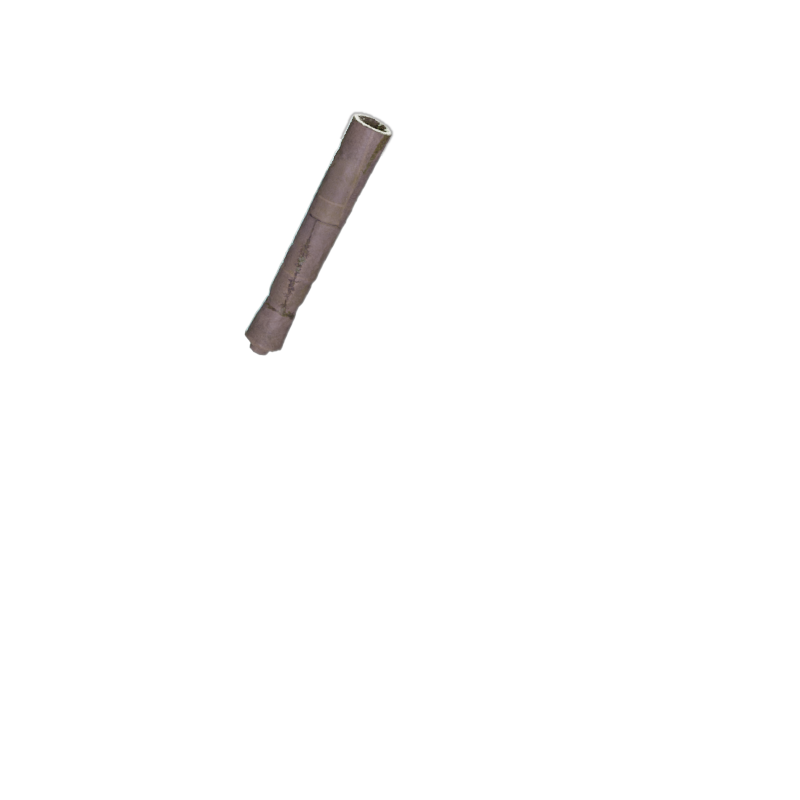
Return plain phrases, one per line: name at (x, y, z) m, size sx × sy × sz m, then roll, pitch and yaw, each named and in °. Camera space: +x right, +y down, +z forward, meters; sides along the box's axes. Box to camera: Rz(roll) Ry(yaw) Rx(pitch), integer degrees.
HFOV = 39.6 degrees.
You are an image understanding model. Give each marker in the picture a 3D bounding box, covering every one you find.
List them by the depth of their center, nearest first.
marker at (-0.038, -0.070, 0.490) m, size 0.019 × 0.117 × 0.021 m, roll 24°, pitch 24°, yaw -14°
